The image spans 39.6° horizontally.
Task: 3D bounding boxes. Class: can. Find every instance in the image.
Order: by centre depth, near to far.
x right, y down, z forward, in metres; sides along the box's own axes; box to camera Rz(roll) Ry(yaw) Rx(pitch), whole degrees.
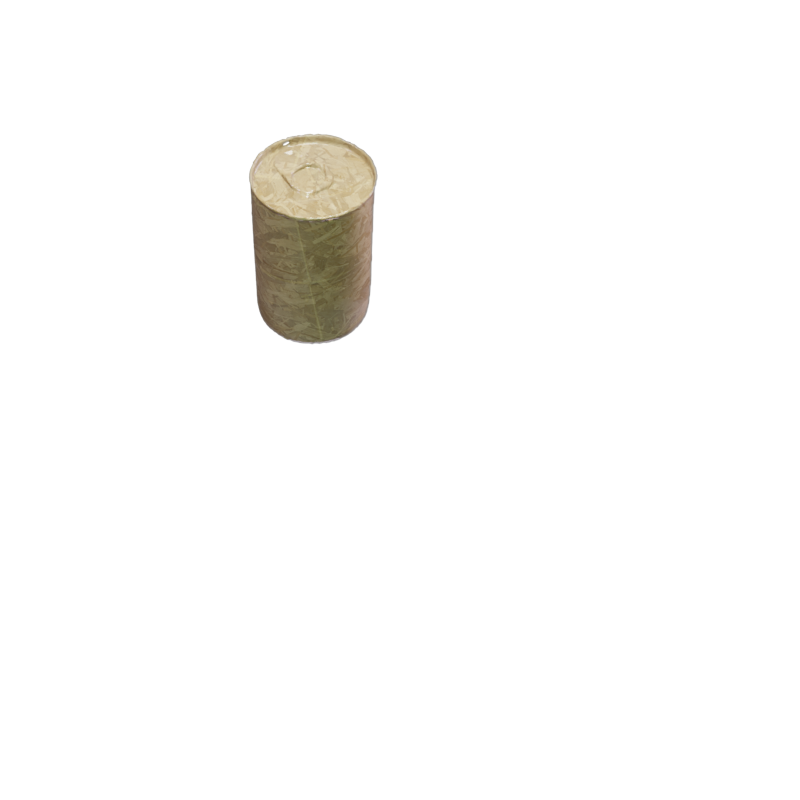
[{"bbox_3d":[-0.049,-0.089,0.621,0.068,0.074,0.095,0,-41,-3],"label":"can"}]
